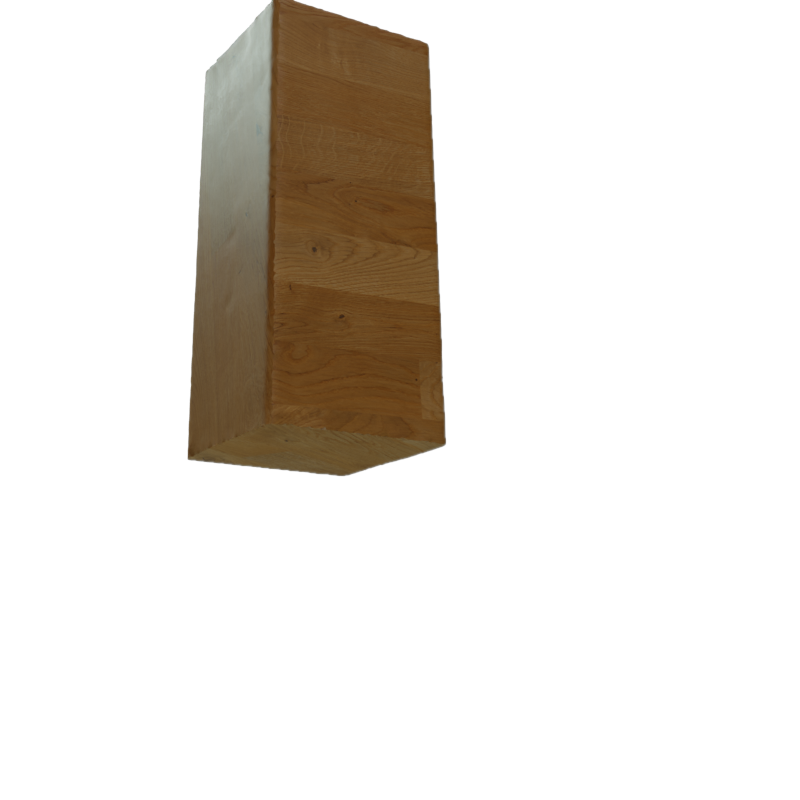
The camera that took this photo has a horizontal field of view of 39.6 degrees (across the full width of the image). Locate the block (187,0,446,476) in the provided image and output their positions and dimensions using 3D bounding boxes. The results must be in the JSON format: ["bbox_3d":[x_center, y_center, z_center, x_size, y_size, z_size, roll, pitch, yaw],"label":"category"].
[{"bbox_3d":[-0.042,-0.077,0.540,0.087,0.216,0.090,11,-23,-30],"label":"block"}]
